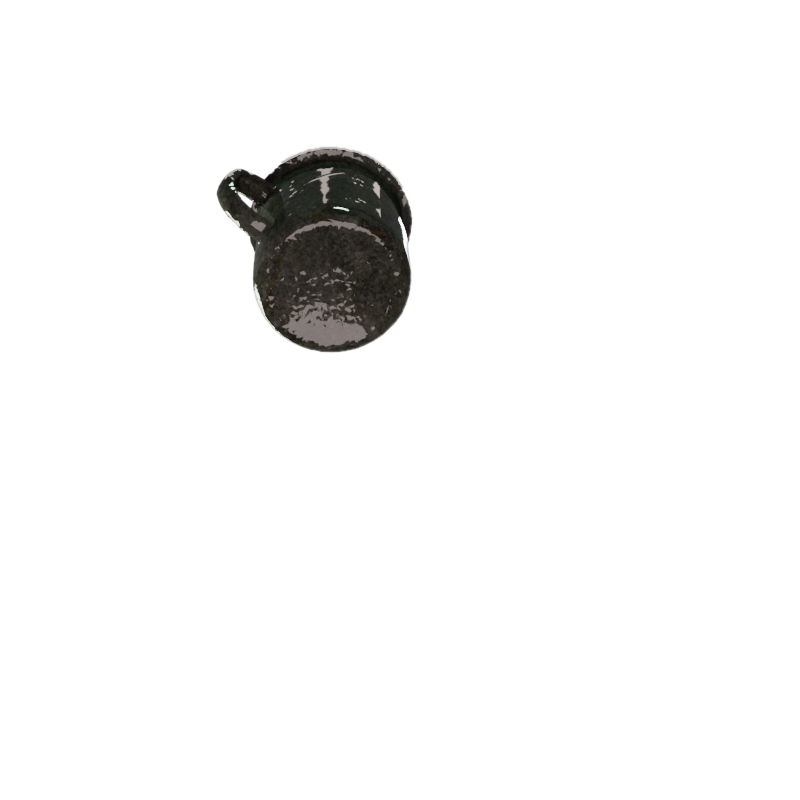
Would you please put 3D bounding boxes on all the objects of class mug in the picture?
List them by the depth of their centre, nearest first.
[{"bbox_3d":[-0.046,-0.085,0.594,0.113,0.091,0.086,34,21,-17],"label":"mug"}]
